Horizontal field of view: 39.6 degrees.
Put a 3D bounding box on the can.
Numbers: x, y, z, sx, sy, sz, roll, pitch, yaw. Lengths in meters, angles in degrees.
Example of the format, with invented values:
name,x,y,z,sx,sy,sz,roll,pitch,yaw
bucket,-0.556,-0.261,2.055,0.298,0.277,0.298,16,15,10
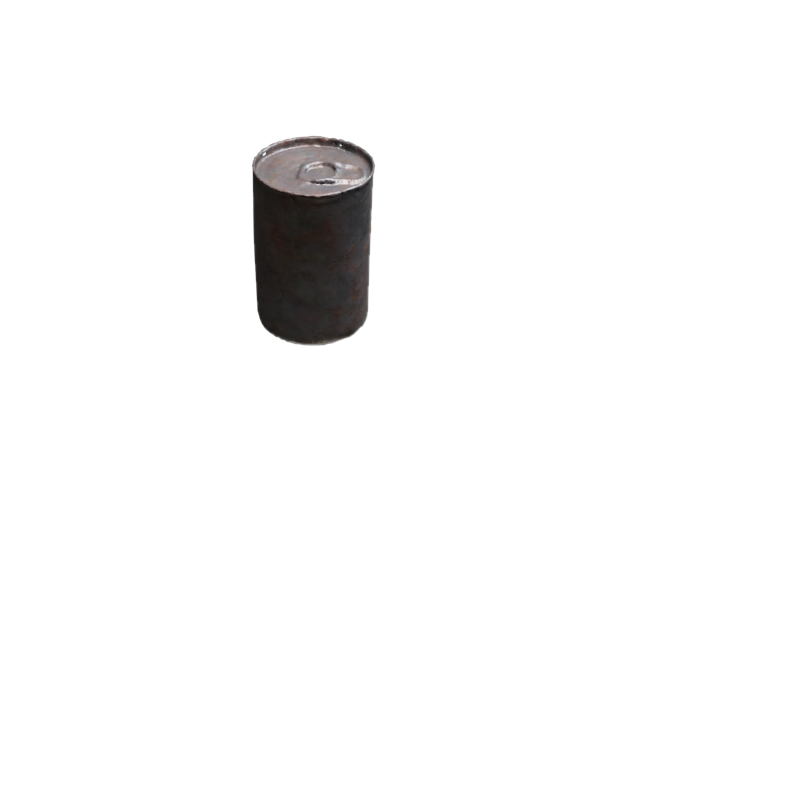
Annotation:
name,x,y,z,sx,sy,sz,roll,pitch,yaw
can,-0.050,-0.091,0.637,0.068,0.096,0.073,0,36,-3
